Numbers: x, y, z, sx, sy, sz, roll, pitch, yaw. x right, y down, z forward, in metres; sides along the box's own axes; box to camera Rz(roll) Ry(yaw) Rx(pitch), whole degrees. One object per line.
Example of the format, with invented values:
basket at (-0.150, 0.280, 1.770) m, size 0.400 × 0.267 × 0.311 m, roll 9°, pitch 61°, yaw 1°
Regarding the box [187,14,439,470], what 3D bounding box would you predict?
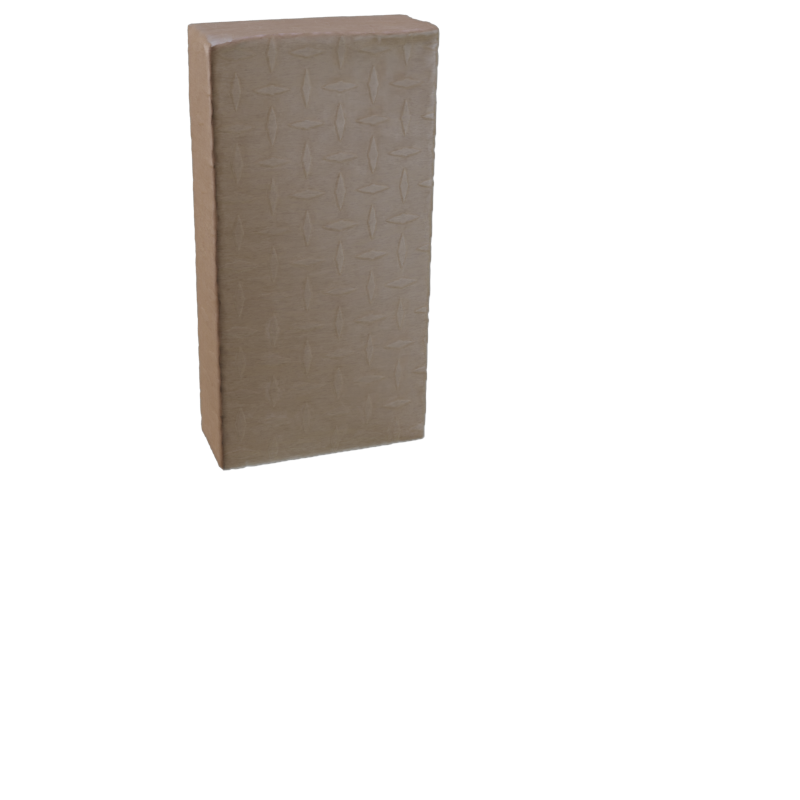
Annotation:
box at (-0.035, -0.064, 0.449) m, size 0.092 × 0.168 × 0.051 m, roll -7°, pitch 24°, yaw -19°
